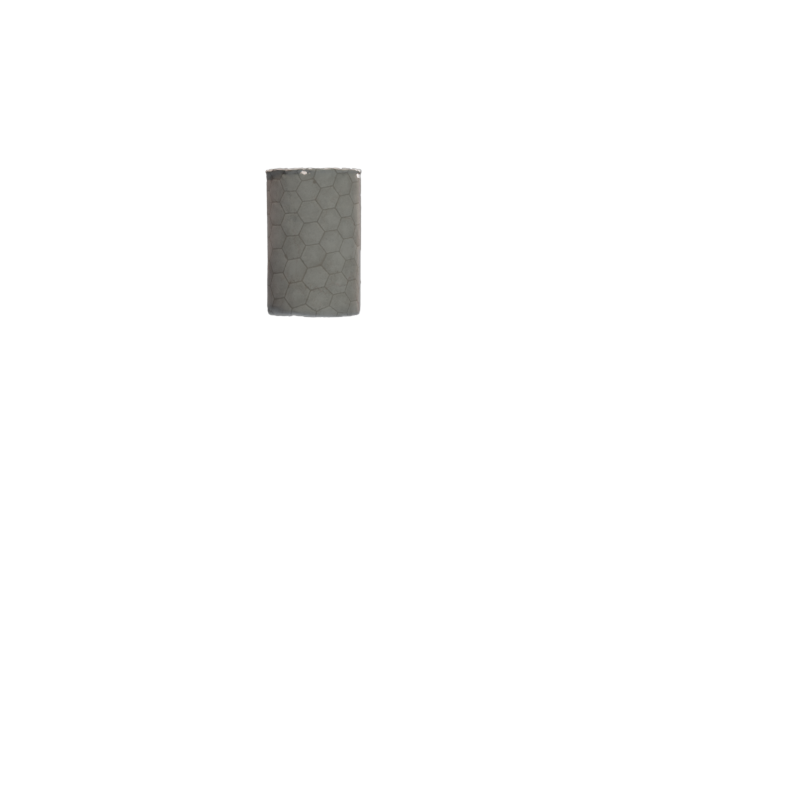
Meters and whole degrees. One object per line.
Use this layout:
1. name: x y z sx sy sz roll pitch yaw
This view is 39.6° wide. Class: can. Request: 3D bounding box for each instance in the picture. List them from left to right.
1. can: -0.061 -0.111 0.781 0.068 0.102 0.069 0 3 -2
